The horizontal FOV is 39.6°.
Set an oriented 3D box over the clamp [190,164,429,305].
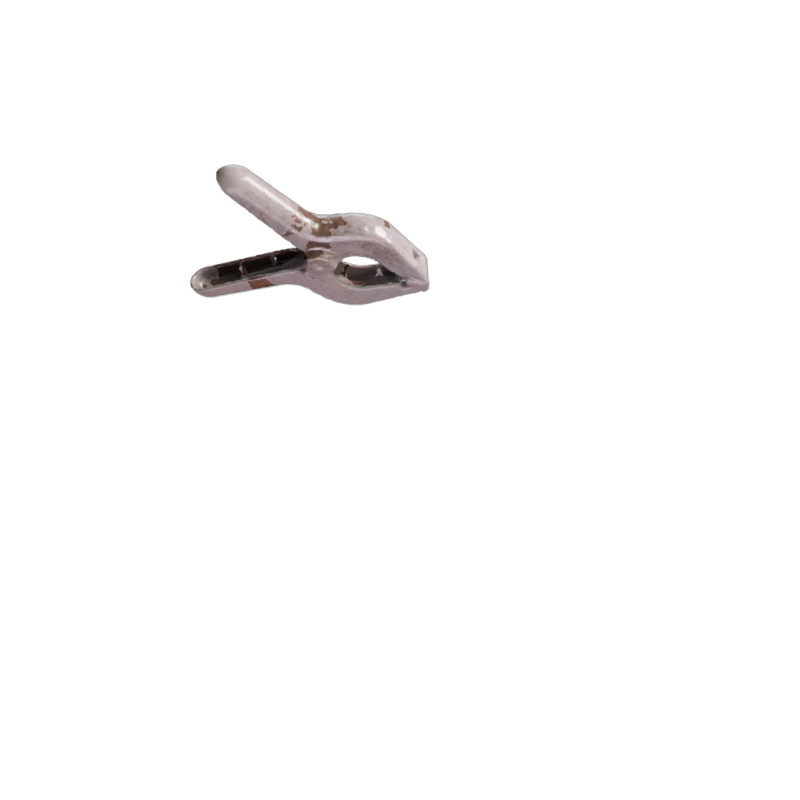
[{"bbox_3d":[-0.061,-0.111,0.777,0.170,0.042,0.113,3,-35,-5],"label":"clamp"}]
